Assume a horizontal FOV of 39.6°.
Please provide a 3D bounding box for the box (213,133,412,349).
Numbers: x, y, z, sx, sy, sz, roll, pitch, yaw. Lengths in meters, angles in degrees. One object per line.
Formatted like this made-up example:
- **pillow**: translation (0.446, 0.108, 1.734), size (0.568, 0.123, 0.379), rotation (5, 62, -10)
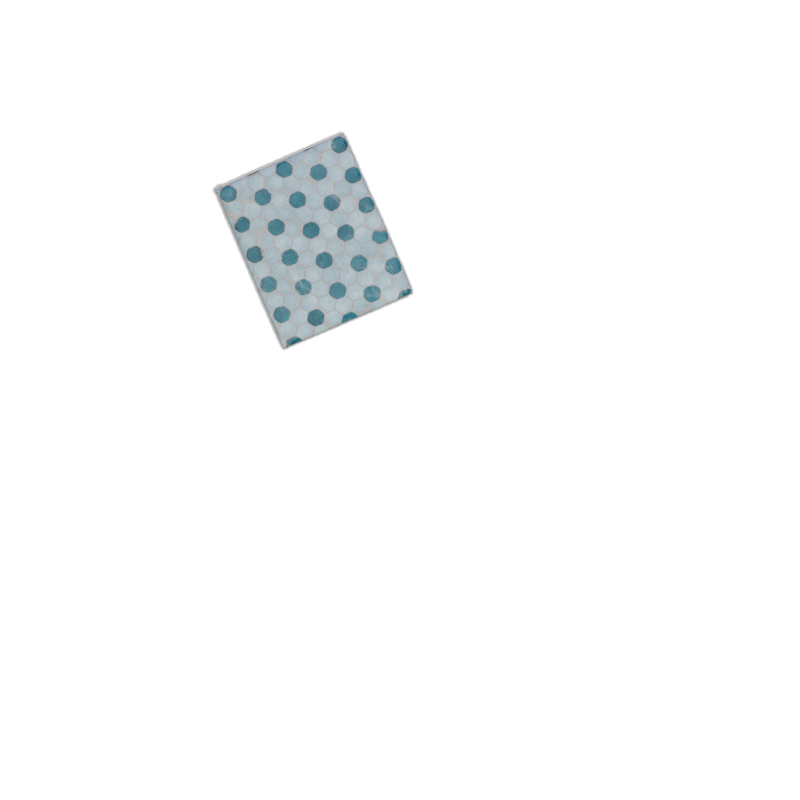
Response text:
- **box**: translation (-0.055, -0.101, 0.708), size (0.090, 0.114, 0.039), rotation (-24, 0, 0)
